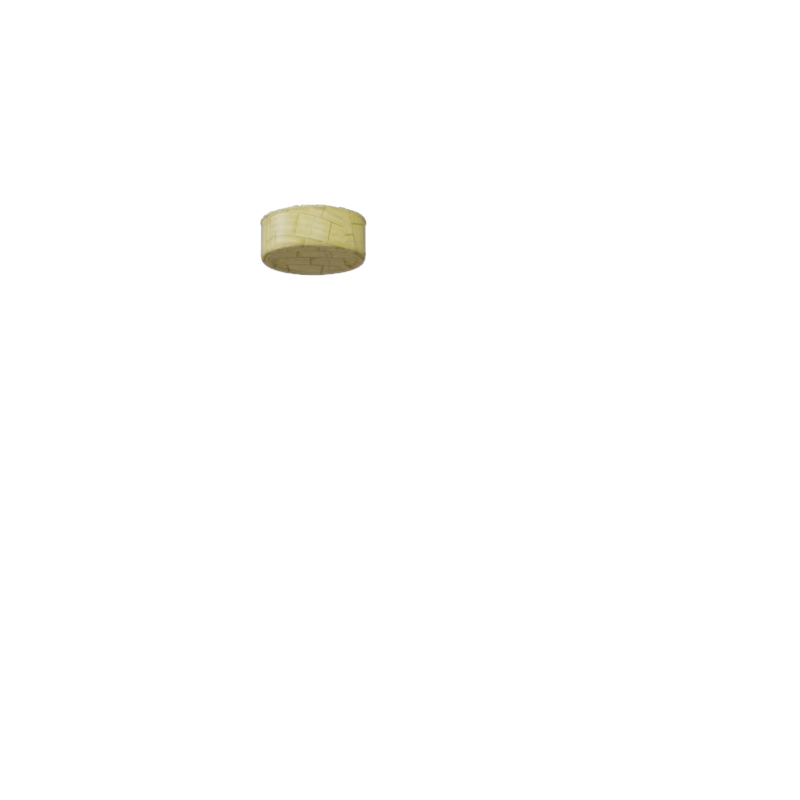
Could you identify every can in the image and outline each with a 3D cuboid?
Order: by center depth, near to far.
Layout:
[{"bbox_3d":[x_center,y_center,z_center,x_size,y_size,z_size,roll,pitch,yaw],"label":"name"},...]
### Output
[{"bbox_3d":[-0.070,-0.127,0.890,0.086,0.035,0.083,0,-11,-2],"label":"can"}]
